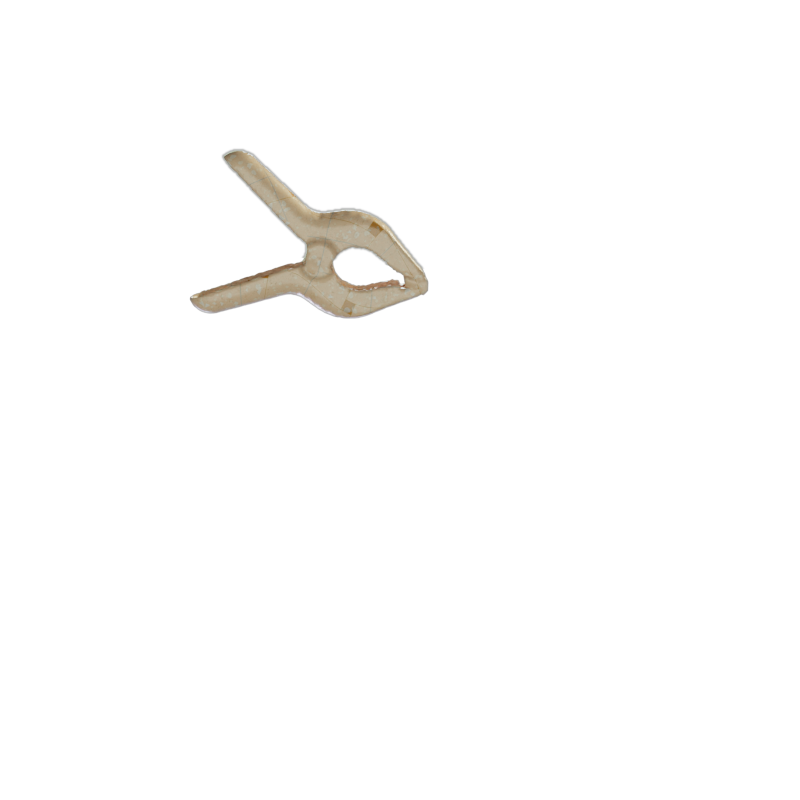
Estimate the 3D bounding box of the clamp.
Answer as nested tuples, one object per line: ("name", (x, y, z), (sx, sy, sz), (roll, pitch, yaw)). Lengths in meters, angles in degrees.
("clamp", (-0.063, -0.114, 0.800), (0.171, 0.116, 0.041), (5, 17, -2))
